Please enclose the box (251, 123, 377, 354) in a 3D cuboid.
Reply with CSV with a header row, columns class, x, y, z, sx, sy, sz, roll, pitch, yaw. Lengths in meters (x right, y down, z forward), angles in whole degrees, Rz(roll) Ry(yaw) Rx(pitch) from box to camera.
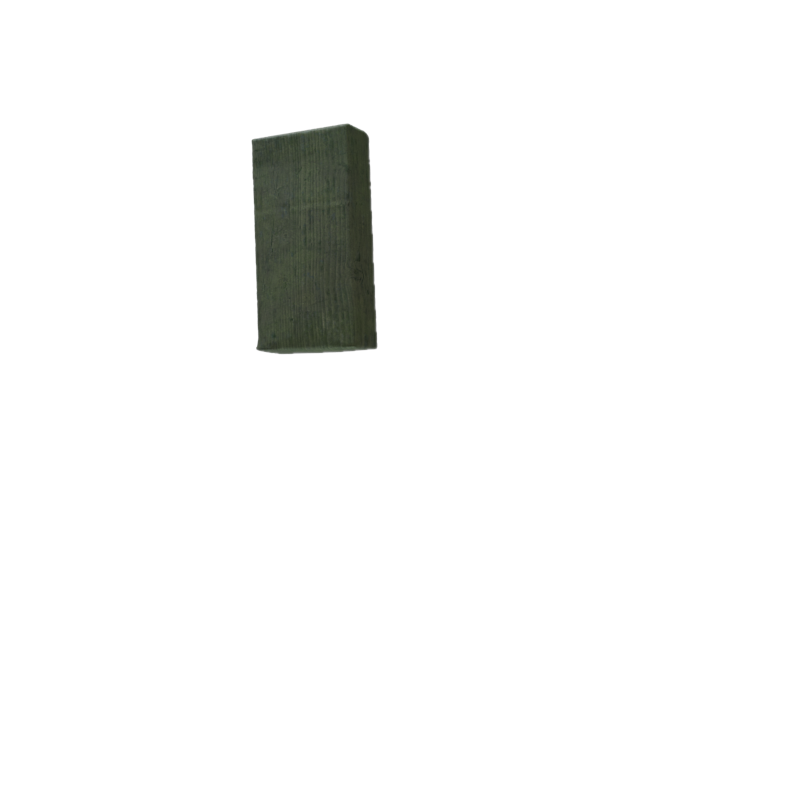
class,x,y,z,sx,sy,sz,roll,pitch,yaw
box,-0.069,-0.127,0.890,0.096,0.180,0.046,-5,-10,27
